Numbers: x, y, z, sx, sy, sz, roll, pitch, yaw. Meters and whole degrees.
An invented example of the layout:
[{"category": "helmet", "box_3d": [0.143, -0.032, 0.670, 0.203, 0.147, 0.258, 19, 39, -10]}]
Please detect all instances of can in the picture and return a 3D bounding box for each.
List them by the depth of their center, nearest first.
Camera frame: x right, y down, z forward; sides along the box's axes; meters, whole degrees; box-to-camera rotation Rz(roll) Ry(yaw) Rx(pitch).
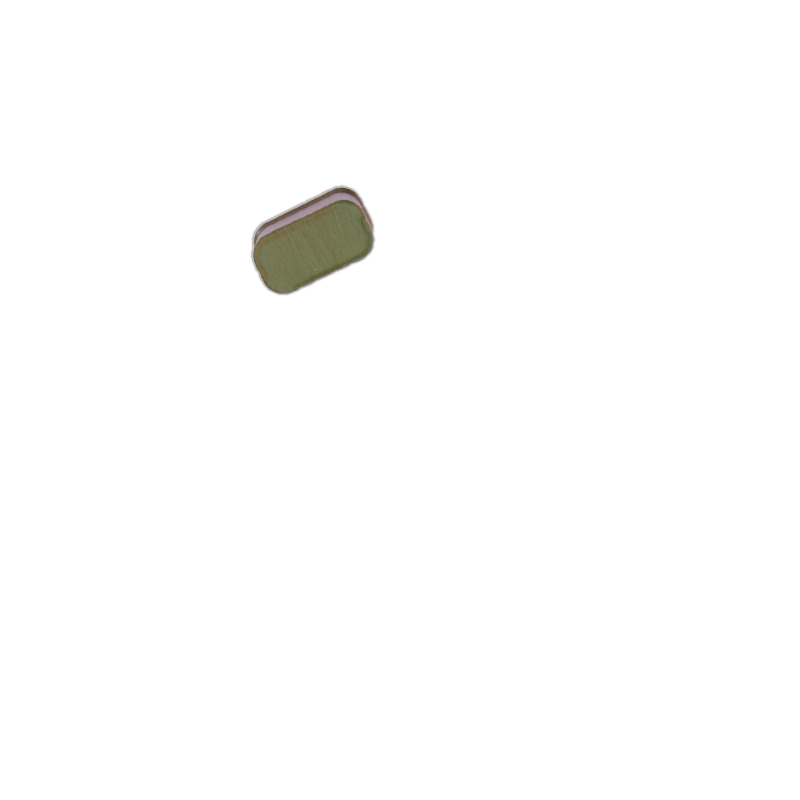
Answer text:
[{"category": "can", "box_3d": [-0.072, -0.131, 0.917, 0.102, 0.056, 0.086, -26, 13, 3]}]
